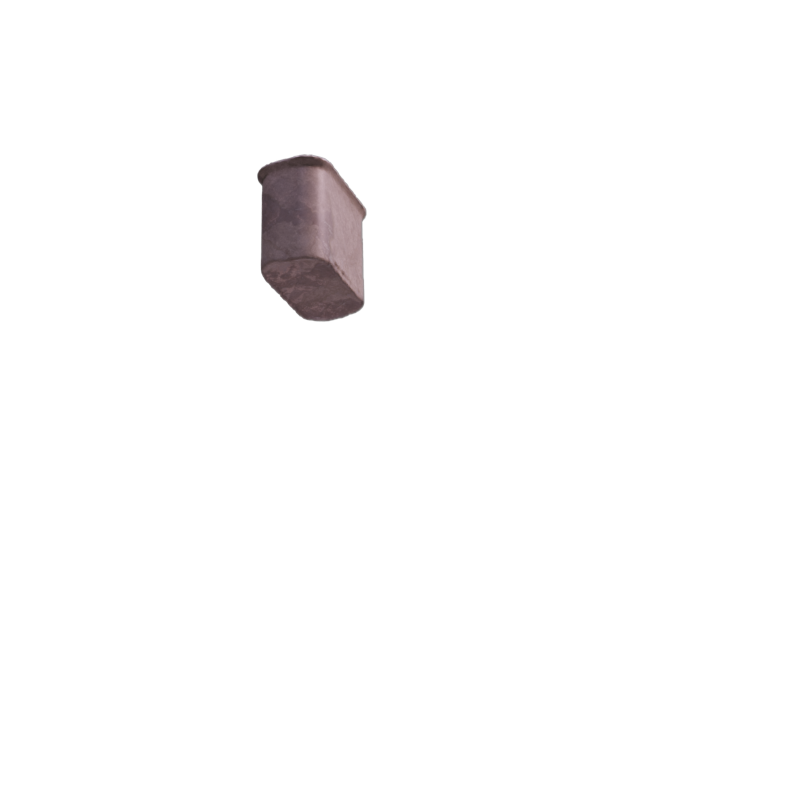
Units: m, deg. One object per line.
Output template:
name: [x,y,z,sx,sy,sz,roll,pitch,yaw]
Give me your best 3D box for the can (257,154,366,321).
can: [-0.063,-0.115,0.807,0.058,0.089,0.094,-12,-28,19]
